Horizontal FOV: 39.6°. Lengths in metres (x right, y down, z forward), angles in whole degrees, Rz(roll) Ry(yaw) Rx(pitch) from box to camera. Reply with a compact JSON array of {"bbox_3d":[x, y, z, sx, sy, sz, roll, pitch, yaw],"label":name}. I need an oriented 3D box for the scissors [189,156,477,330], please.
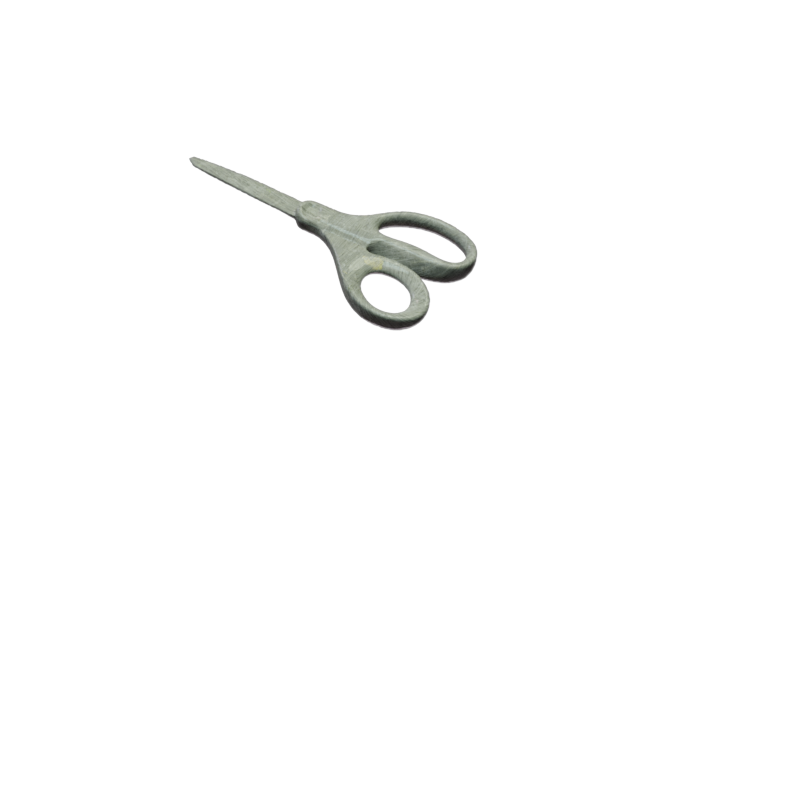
[{"bbox_3d":[-0.054,-0.099,0.696,0.206,0.101,0.015,14,-36,10],"label":"scissors"}]
